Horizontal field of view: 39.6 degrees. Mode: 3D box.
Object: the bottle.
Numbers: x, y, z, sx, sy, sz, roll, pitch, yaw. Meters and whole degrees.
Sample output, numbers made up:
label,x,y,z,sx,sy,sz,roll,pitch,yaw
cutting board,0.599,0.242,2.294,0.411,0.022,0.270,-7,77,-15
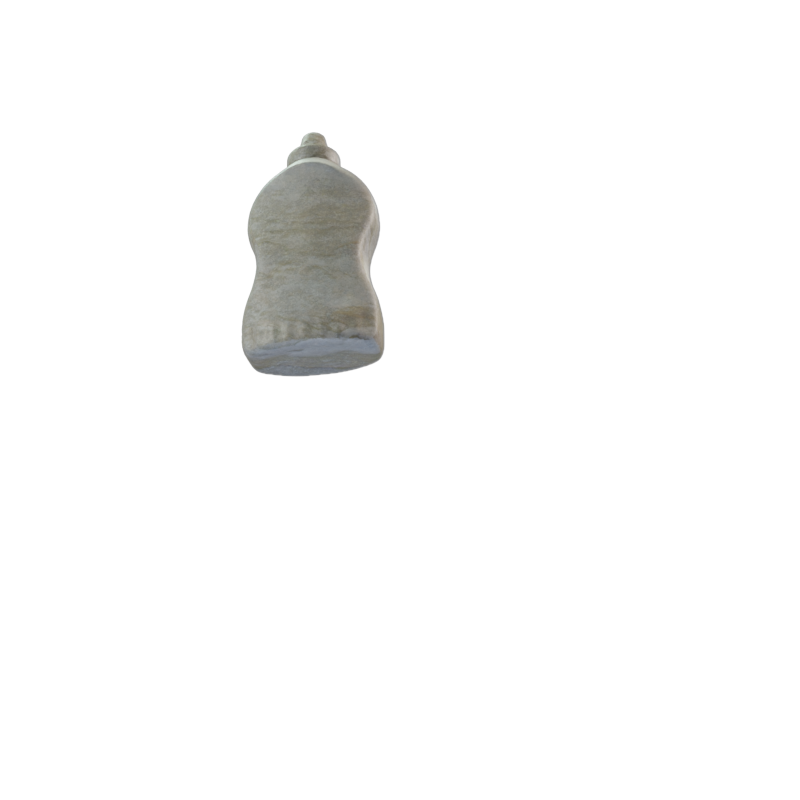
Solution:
label,x,y,z,sx,sy,sz,roll,pitch,yaw
bottle,-0.063,-0.114,0.803,0.097,0.204,0.054,-8,-31,10
